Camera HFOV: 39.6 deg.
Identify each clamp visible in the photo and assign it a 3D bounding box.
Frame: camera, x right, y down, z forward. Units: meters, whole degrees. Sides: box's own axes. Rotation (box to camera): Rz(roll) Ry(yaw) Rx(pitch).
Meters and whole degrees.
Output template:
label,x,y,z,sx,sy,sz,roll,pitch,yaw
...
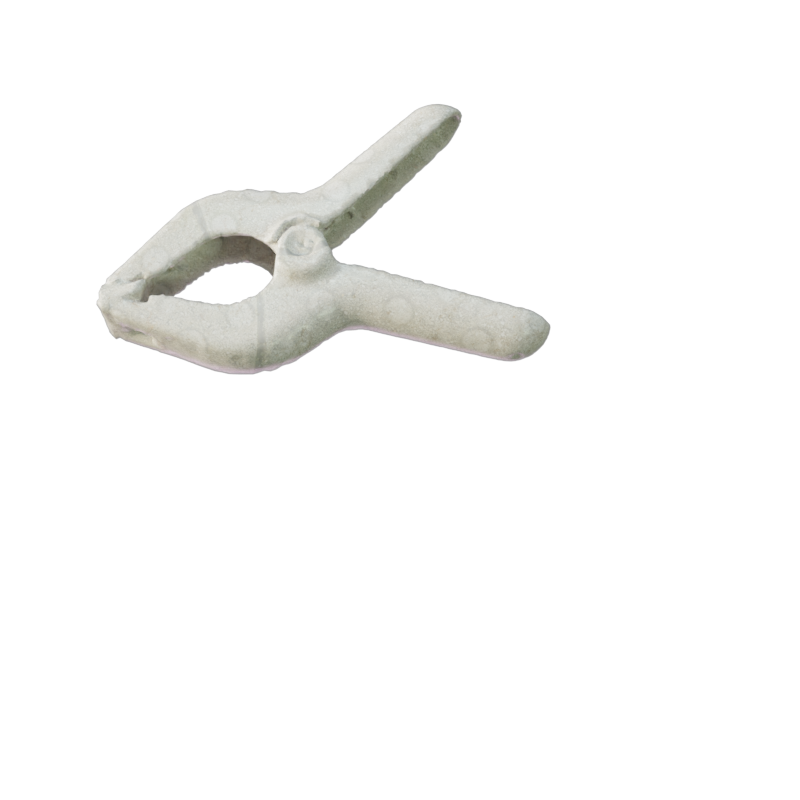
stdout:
label,x,y,z,sx,sy,sz,roll,pitch,yaw
clamp,-0.035,-0.064,0.448,0.171,0.129,0.037,-5,-35,-4
